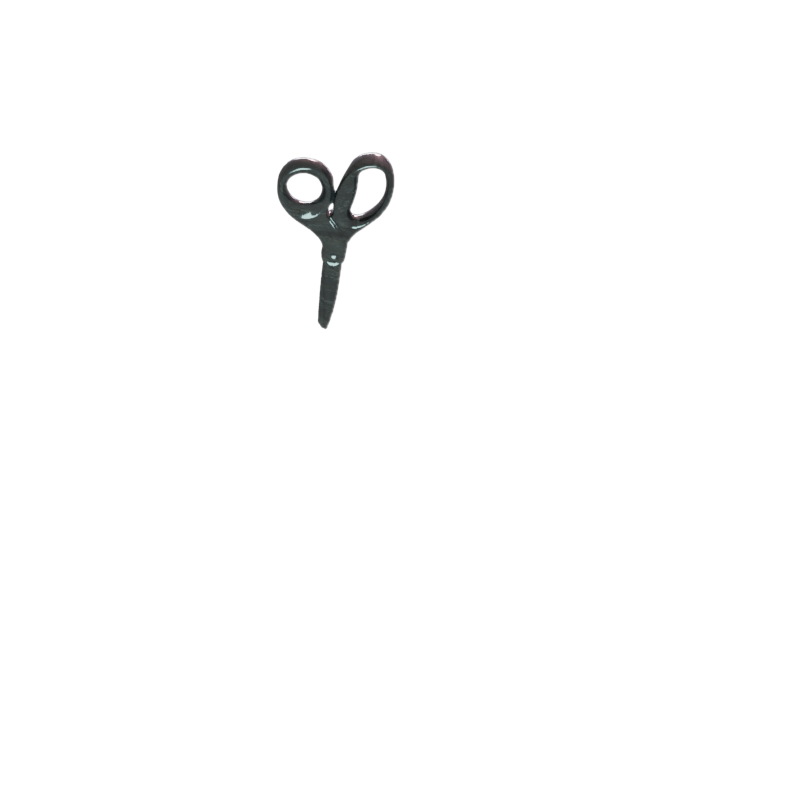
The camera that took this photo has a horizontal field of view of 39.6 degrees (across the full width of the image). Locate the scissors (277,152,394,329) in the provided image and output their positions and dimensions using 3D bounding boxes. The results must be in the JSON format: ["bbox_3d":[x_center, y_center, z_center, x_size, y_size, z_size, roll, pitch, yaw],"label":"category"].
[{"bbox_3d":[-0.069,-0.125,0.876,0.093,0.017,0.194,15,-40,-18],"label":"scissors"}]
